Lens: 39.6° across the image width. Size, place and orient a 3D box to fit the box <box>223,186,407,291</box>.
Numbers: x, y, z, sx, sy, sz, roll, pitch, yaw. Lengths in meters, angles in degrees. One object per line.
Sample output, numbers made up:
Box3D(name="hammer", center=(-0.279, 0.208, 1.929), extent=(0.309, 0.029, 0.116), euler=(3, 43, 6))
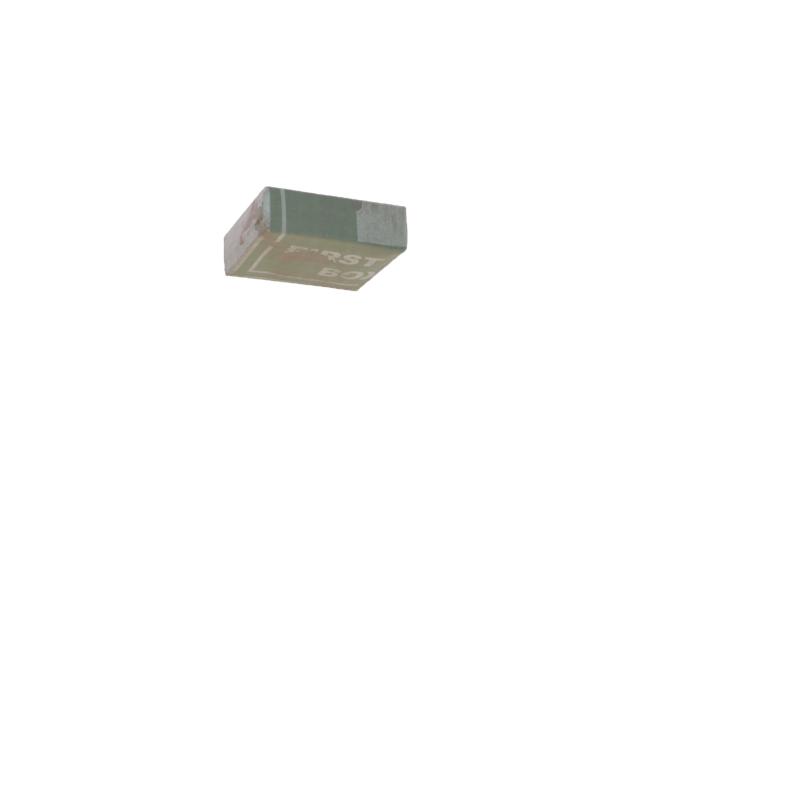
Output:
Box3D(name="box", center=(-0.064, -0.116, 0.812), extent=(0.110, 0.041, 0.089), euler=(7, -19, -23))
